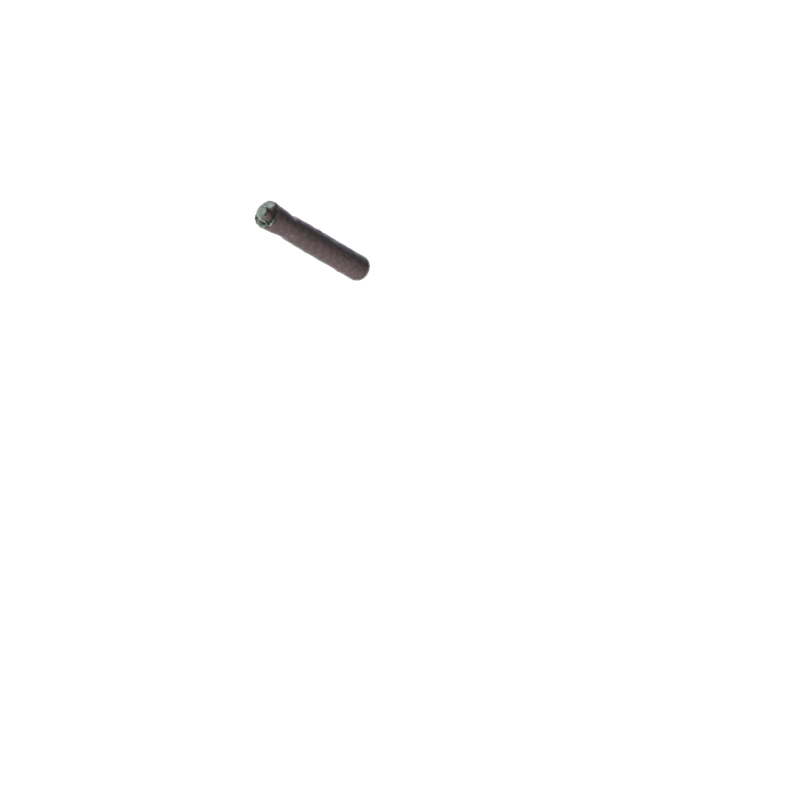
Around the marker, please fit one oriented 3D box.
[{"bbox_3d":[-0.058,-0.107,0.746,0.020,0.020,0.113,3,-11,33],"label":"marker"}]
